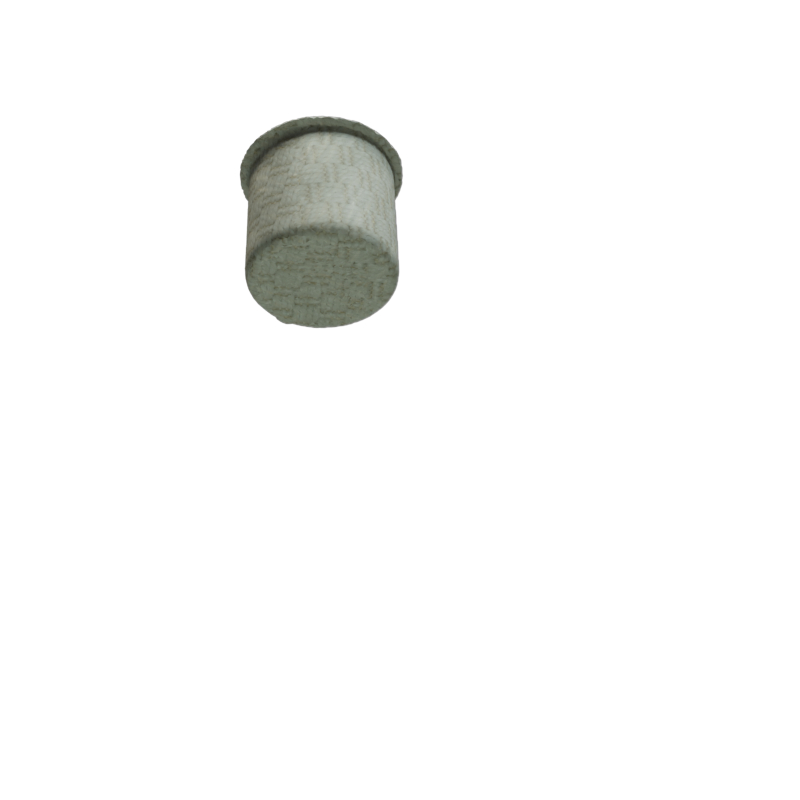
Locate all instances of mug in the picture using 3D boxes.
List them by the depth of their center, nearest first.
[{"bbox_3d":[-0.048,-0.088,0.613,0.090,0.087,0.113,15,-41,-20],"label":"mug"}]
